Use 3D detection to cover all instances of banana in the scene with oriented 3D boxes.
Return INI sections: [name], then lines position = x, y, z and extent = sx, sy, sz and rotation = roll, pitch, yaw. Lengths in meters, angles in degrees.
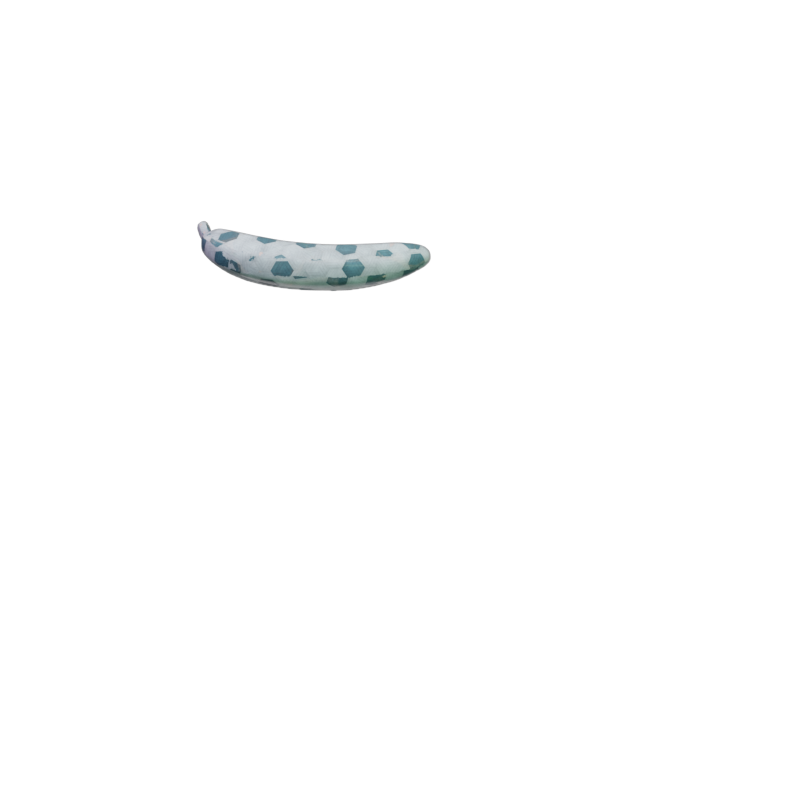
[banana]
position = -0.077, -0.116, 0.885
extent = 0.201, 0.034, 0.073
rotation = 9, 44, 10
